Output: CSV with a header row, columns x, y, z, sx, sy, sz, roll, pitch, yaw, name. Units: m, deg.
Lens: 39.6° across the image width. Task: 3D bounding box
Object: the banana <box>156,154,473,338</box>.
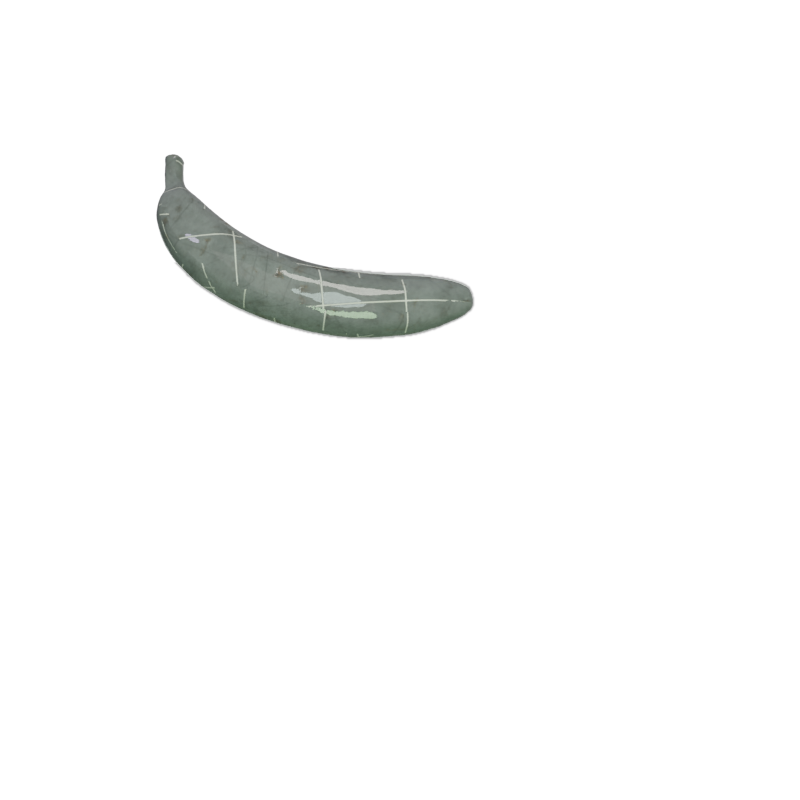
x,y,z,sx,sy,sz,roll,pitch,yaw,name
-0.060,-0.074,0.616,0.202,0.071,0.035,26,-16,8,banana
